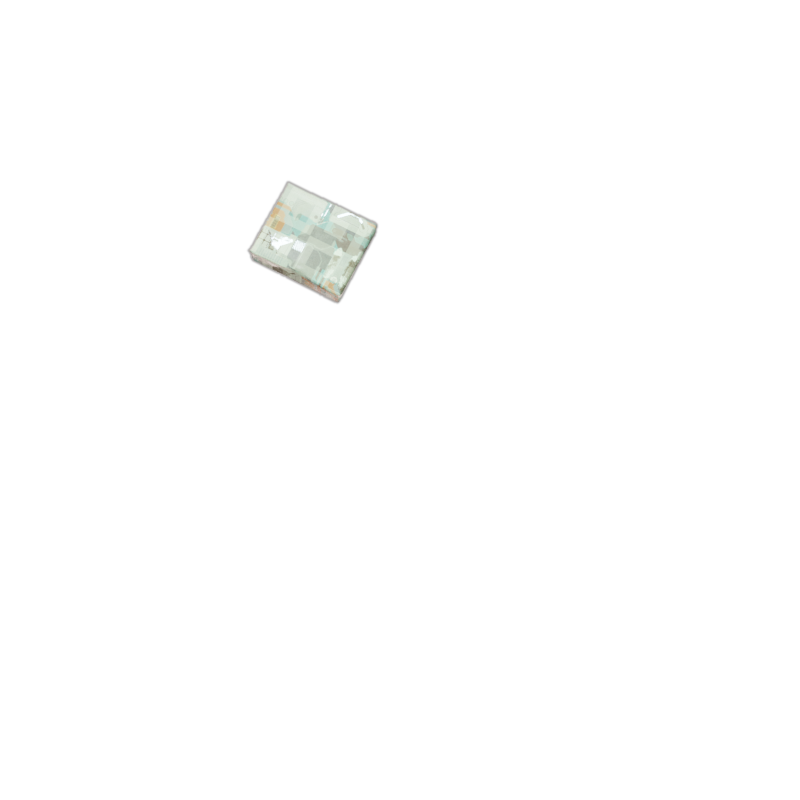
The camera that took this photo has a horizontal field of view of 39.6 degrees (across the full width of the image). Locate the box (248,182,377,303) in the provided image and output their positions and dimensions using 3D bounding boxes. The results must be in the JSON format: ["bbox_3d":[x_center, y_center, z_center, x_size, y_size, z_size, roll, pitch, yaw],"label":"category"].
[{"bbox_3d":[-0.075,-0.137,0.962,0.091,0.075,0.029,26,-15,7],"label":"box"}]
